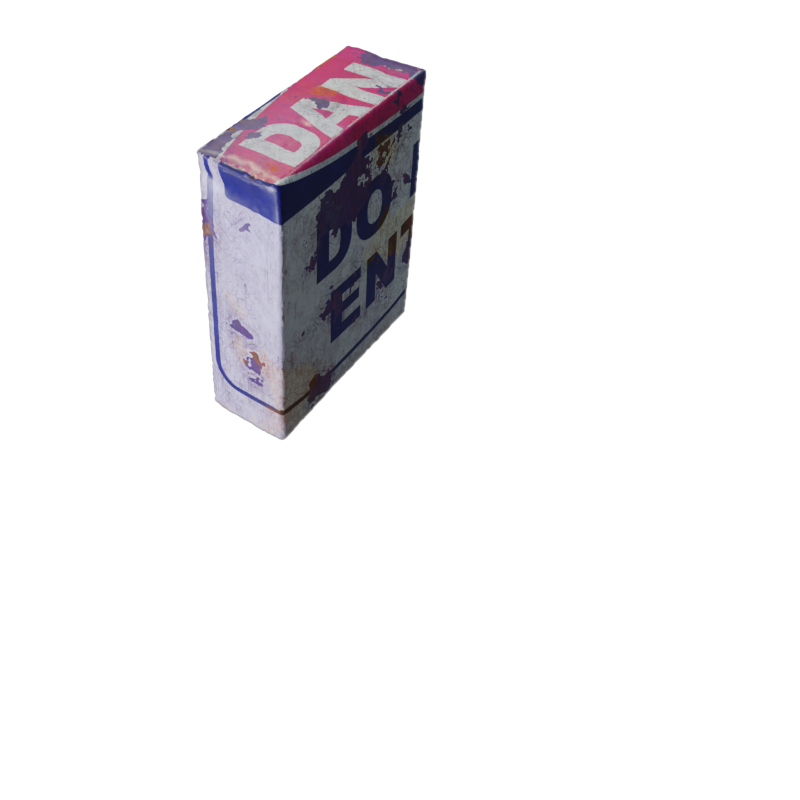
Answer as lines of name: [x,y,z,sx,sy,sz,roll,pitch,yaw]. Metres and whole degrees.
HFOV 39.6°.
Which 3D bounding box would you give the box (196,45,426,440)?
box: [-0.058,-0.107,0.747,0.075,0.199,0.168,24,46,21]
